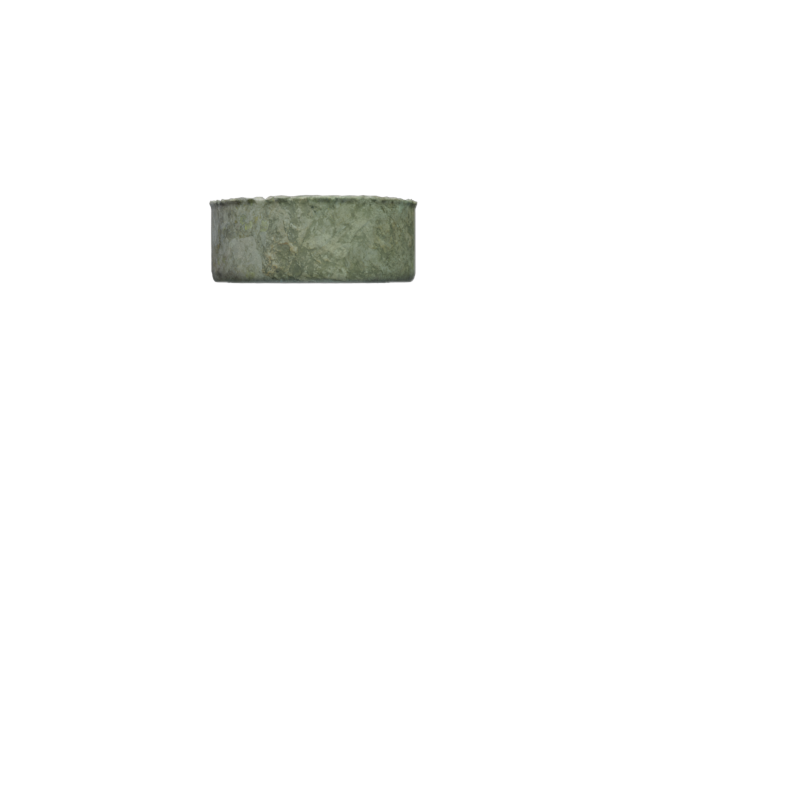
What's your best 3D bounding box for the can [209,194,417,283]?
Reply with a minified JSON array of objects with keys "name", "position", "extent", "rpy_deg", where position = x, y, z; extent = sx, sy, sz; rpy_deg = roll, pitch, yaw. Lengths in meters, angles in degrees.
[{"name":"can","position":[-0.036,-0.065,0.457],"extent":[0.086,0.033,0.087],"rpy_deg":[0,6,-2]}]
